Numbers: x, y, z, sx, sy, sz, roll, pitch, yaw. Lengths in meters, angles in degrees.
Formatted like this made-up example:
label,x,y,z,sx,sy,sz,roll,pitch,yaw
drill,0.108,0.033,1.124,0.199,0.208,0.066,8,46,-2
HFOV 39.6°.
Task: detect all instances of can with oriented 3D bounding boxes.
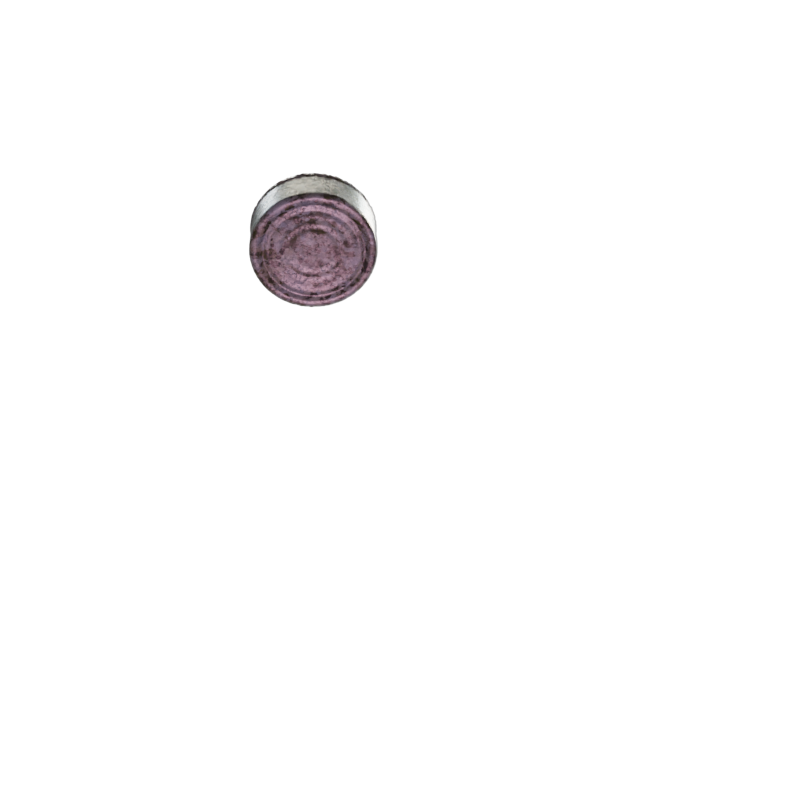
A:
label,x,y,z,sx,sy,sz,roll,pitch,yaw
can,-0.058,-0.105,0.735,0.086,0.081,0.036,1,31,-1
